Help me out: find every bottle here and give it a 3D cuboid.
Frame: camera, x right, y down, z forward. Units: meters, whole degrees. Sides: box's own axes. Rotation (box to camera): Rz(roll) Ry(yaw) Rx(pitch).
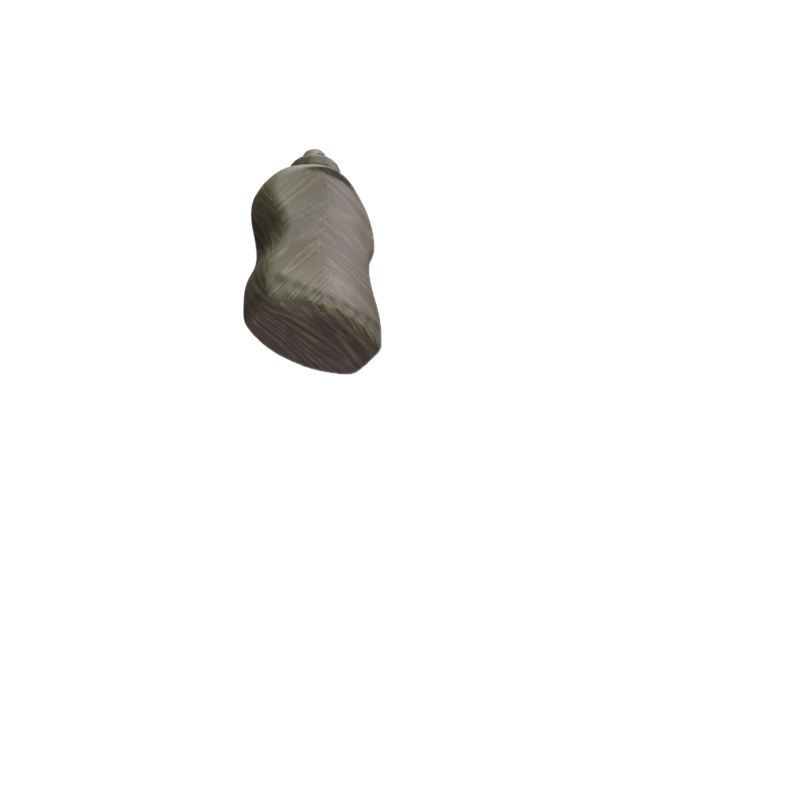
[{"bbox_3d":[-0.062,-0.114,0.796,0.092,0.206,0.057,23,-49,-25],"label":"bottle"}]
